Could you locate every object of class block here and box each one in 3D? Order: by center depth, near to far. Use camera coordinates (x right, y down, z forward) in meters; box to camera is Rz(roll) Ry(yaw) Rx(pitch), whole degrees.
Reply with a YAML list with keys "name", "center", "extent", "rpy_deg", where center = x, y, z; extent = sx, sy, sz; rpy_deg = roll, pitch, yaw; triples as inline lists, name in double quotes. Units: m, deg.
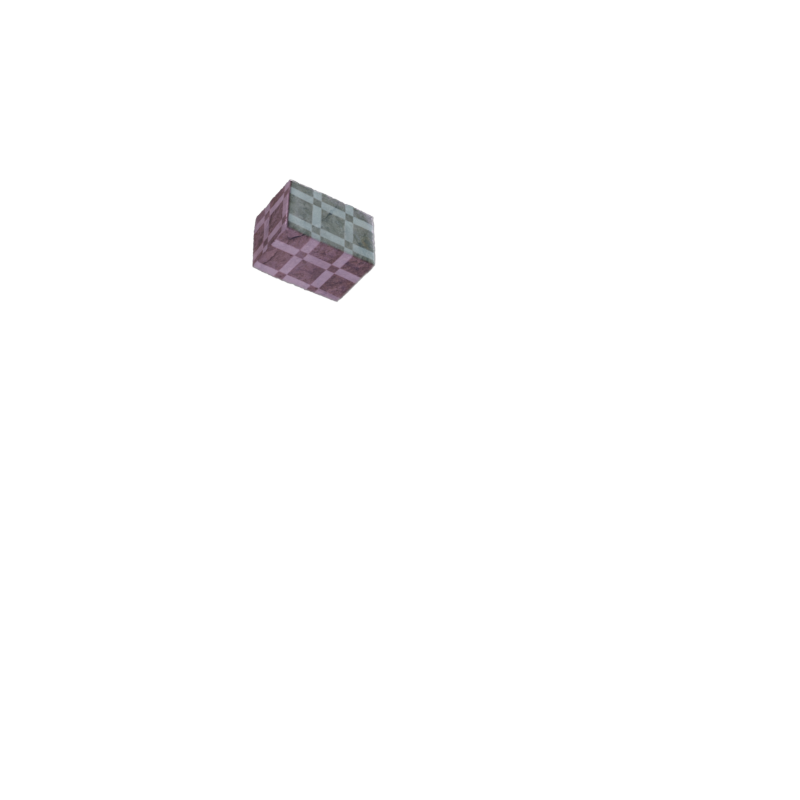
- name: "block"
  center: [-0.065, -0.118, 0.825]
  extent: [0.074, 0.055, 0.052]
  rpy_deg: [22, -44, -26]
